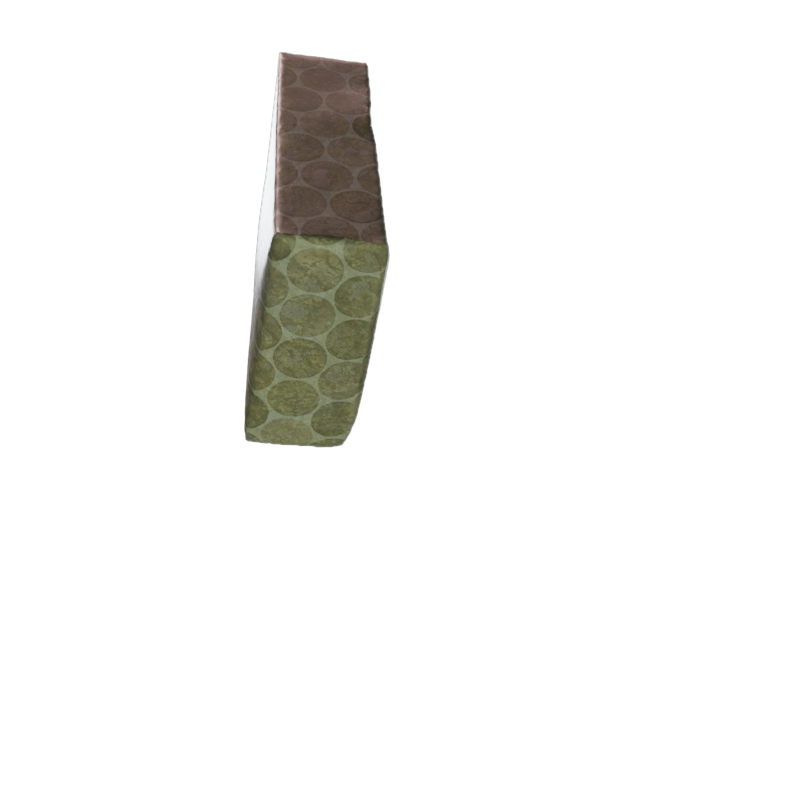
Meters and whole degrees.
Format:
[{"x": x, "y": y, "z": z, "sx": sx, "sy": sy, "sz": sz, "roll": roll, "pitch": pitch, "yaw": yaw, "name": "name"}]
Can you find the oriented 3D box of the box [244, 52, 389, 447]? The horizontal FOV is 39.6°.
[{"x": -0.056, "y": -0.103, "z": 0.721, "sx": 0.071, "sy": 0.154, "sz": 0.229, "roll": 6, "pitch": 40, "yaw": -9, "name": "box"}]
